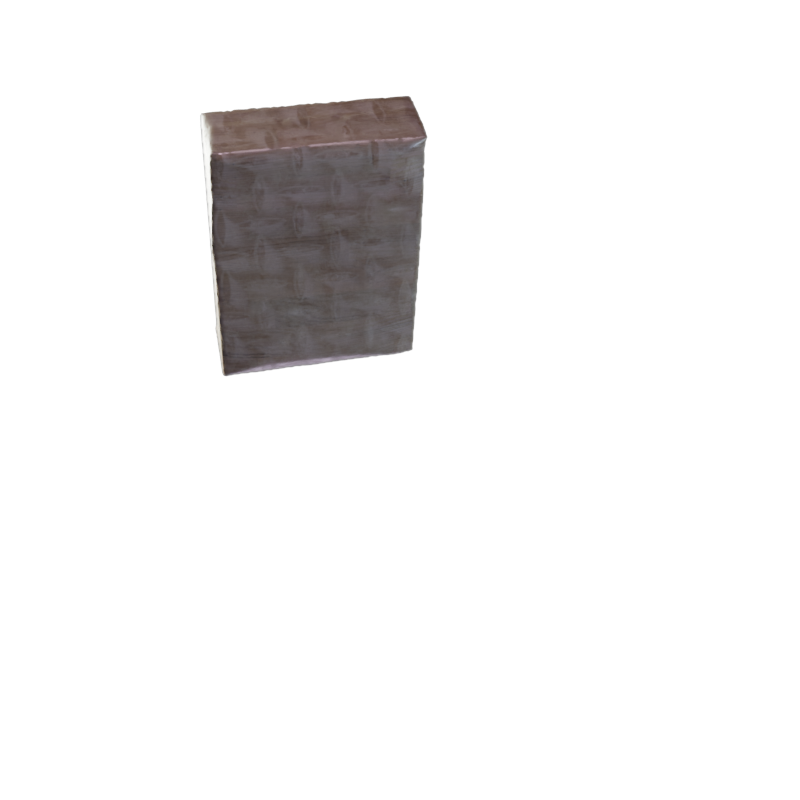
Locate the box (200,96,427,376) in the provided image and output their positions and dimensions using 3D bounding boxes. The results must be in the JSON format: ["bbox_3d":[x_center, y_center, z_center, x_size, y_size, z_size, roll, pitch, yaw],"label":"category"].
[{"bbox_3d":[-0.069,-0.125,0.876,0.162,0.199,0.078,-6,41,-10],"label":"box"}]
